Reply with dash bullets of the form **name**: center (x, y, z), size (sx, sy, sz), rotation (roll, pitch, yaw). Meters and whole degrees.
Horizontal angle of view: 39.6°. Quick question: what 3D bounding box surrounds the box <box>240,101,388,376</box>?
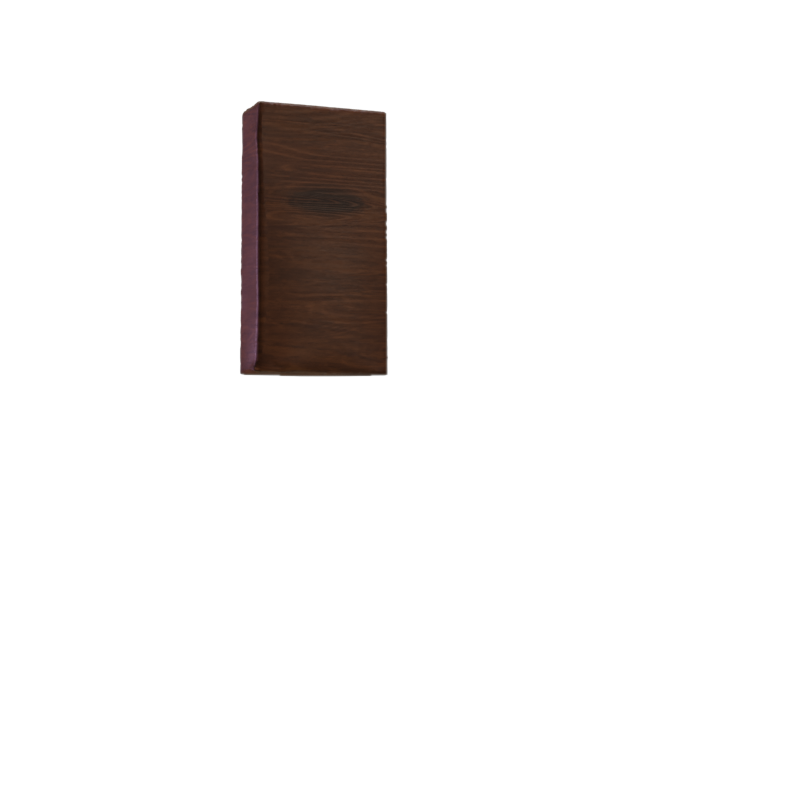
- **box**: center (-0.057, -0.105, 0.733), size (0.091, 0.180, 0.048), rotation (2, -8, -22)
